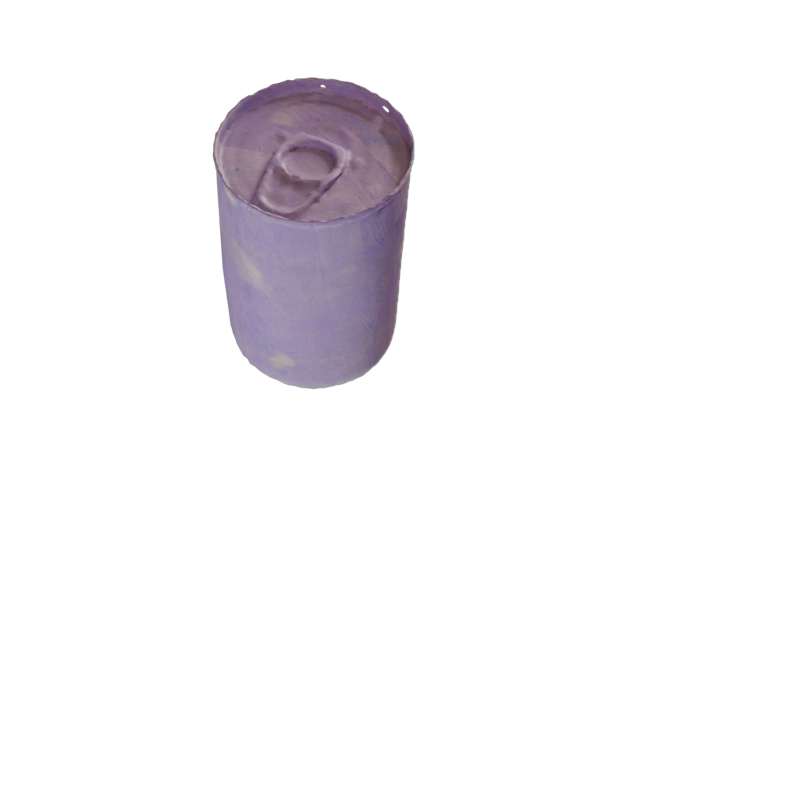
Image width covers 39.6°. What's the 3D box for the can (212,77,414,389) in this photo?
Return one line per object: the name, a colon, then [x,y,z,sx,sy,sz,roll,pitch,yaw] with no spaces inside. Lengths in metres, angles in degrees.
can: [-0.032,-0.059,0.410,0.068,0.073,0.095,0,-35,-3]
